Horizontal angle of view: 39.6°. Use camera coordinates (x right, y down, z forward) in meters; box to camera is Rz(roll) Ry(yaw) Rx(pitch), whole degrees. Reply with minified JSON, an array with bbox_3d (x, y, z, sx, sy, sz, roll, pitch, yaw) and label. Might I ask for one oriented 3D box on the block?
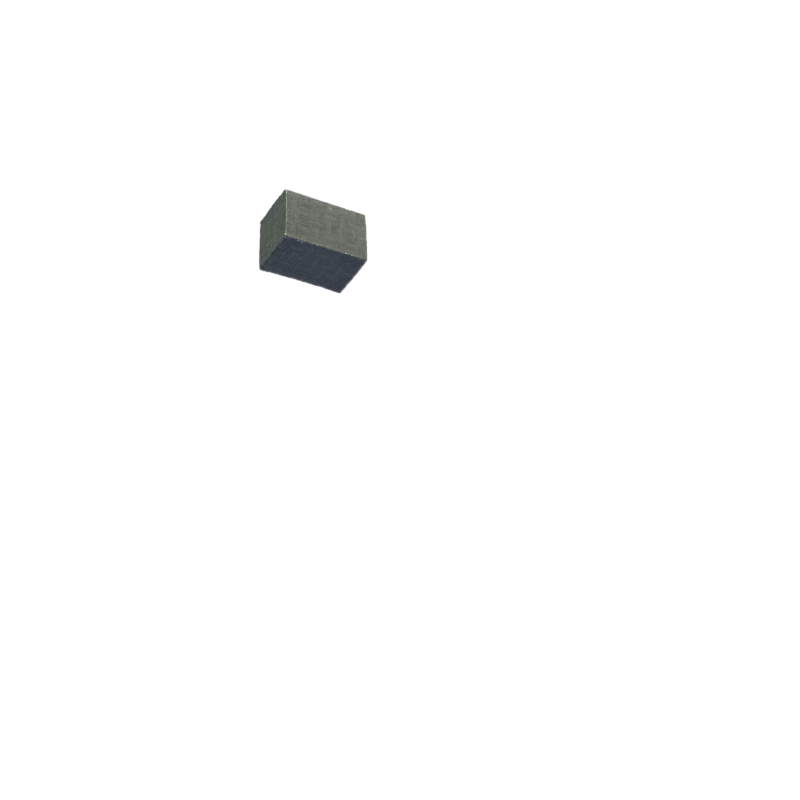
[{"bbox_3d":[-0.073,-0.133,0.928,0.075,0.055,0.051,16,-38,-24],"label":"block"}]
